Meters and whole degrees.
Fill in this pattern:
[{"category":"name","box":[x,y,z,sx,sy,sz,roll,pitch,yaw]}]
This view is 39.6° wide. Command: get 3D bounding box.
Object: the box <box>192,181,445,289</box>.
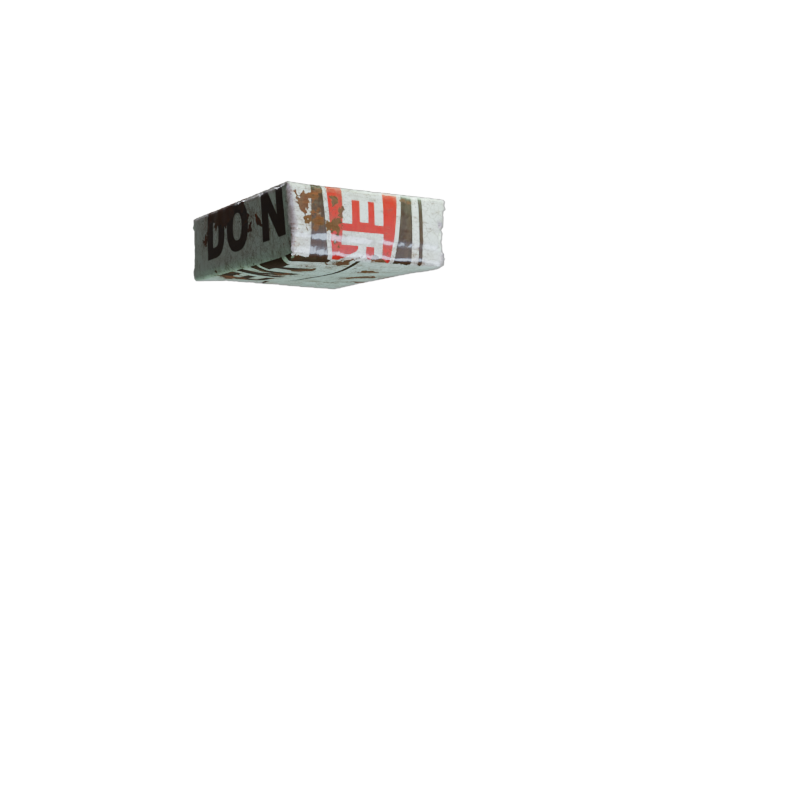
[{"category":"box","box":[-0.045,-0.081,0.570,0.087,0.039,0.117,0,0,-32]}]
